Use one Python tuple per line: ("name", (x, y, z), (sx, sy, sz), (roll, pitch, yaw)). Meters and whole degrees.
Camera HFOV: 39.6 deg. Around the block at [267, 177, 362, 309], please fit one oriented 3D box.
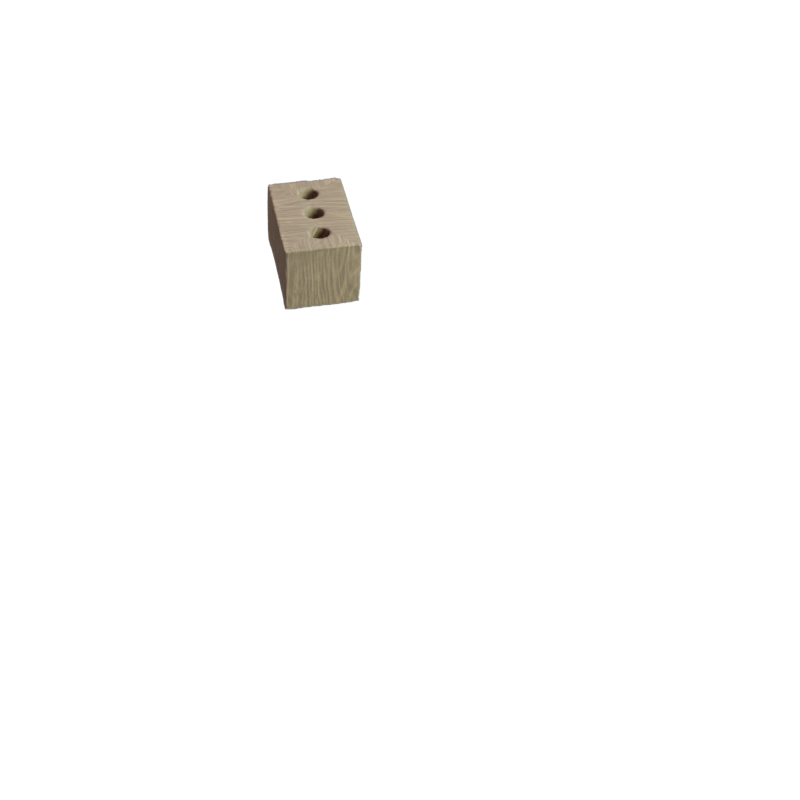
("block", (-0.059, -0.107, 0.748), (0.052, 0.048, 0.084), (-8, 43, -10))
